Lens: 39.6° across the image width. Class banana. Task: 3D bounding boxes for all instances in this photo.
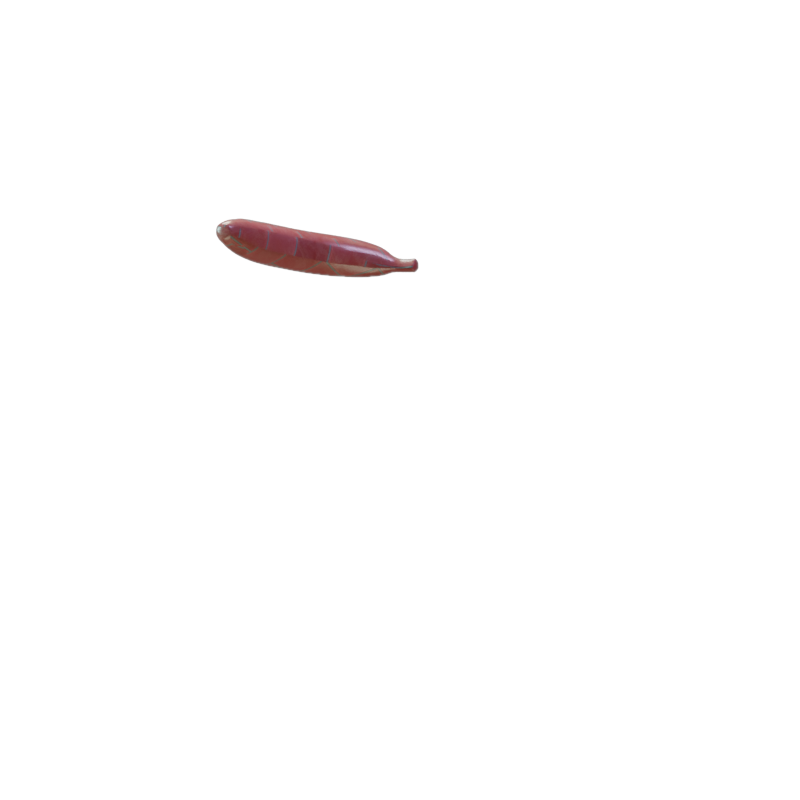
[{"bbox_3d":[-0.083,-0.137,0.995,0.190,0.038,0.070,5,-11,-28],"label":"banana"}]
